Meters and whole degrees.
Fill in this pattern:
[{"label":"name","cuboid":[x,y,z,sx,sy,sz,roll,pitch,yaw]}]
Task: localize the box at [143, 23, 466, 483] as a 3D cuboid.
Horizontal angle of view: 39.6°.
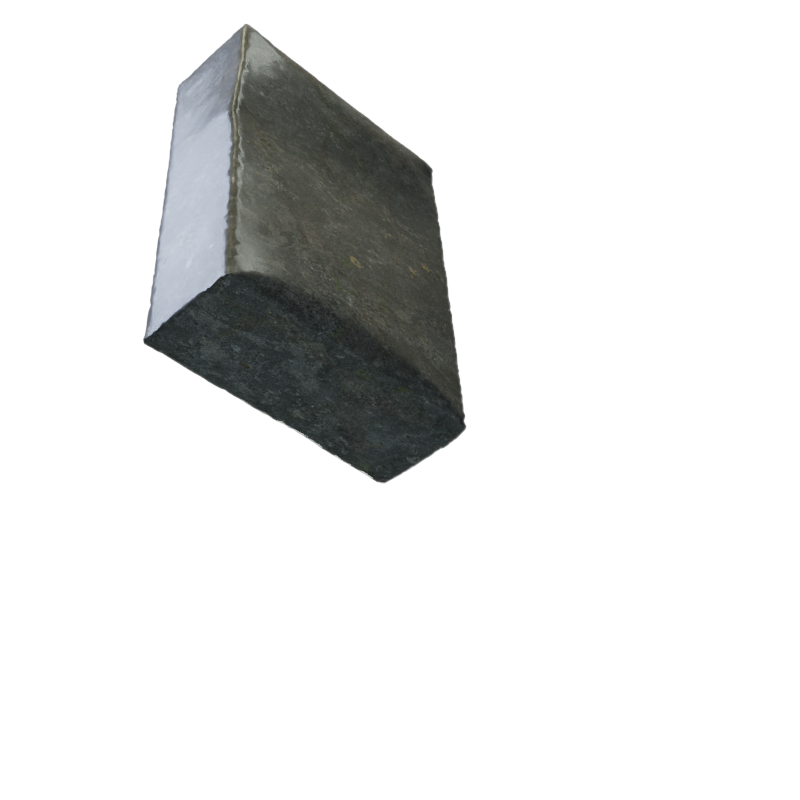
[{"label":"box","cuboid":[-0.048,-0.087,0.608,0.154,0.230,0.071,32,-54,-31]}]
